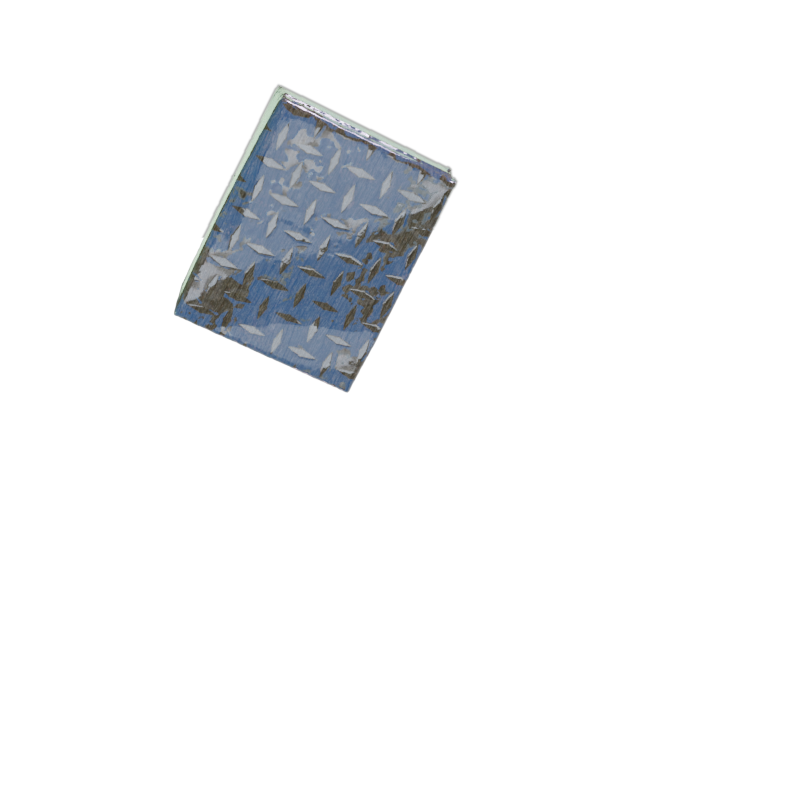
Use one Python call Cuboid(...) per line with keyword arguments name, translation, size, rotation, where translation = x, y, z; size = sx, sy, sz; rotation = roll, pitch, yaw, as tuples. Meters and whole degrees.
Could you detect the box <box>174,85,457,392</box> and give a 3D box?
Cuboid(name="box", translation=(-0.040, -0.072, 0.504), size=(0.088, 0.111, 0.041), rotation=(26, 17, -9))
